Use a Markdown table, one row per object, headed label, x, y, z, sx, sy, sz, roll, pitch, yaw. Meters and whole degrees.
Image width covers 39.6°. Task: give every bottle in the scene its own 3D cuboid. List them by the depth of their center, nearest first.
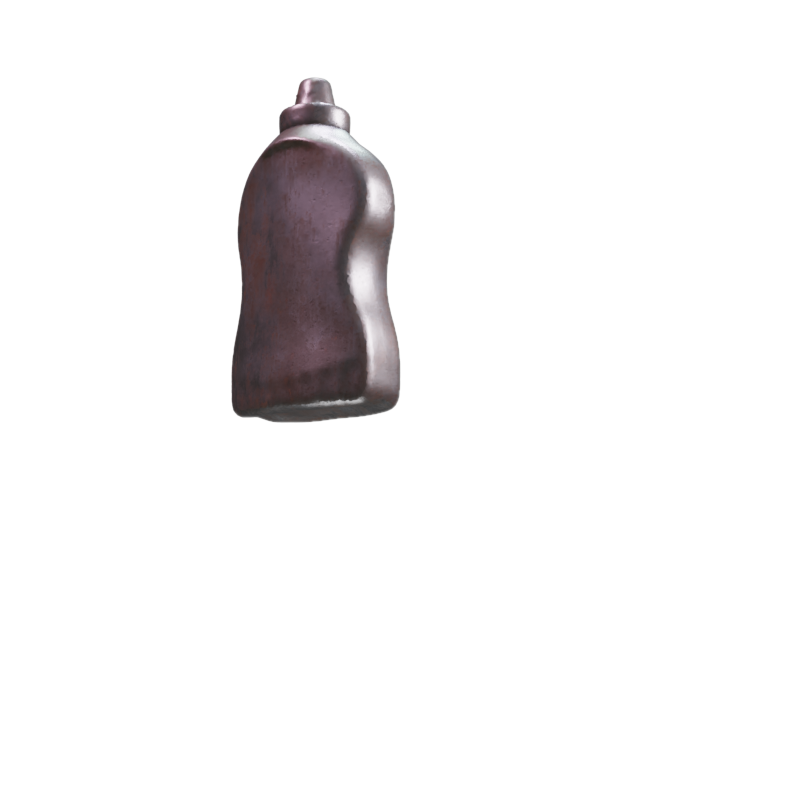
| label | x | y | z | sx | sy | sz | roll | pitch | yaw |
| --- | --- | --- | --- | --- | --- | --- | --- | --- | --- |
| bottle | -0.048 | -0.087 | 0.613 | 0.098 | 0.199 | 0.055 | -12 | -19 | 37 |
